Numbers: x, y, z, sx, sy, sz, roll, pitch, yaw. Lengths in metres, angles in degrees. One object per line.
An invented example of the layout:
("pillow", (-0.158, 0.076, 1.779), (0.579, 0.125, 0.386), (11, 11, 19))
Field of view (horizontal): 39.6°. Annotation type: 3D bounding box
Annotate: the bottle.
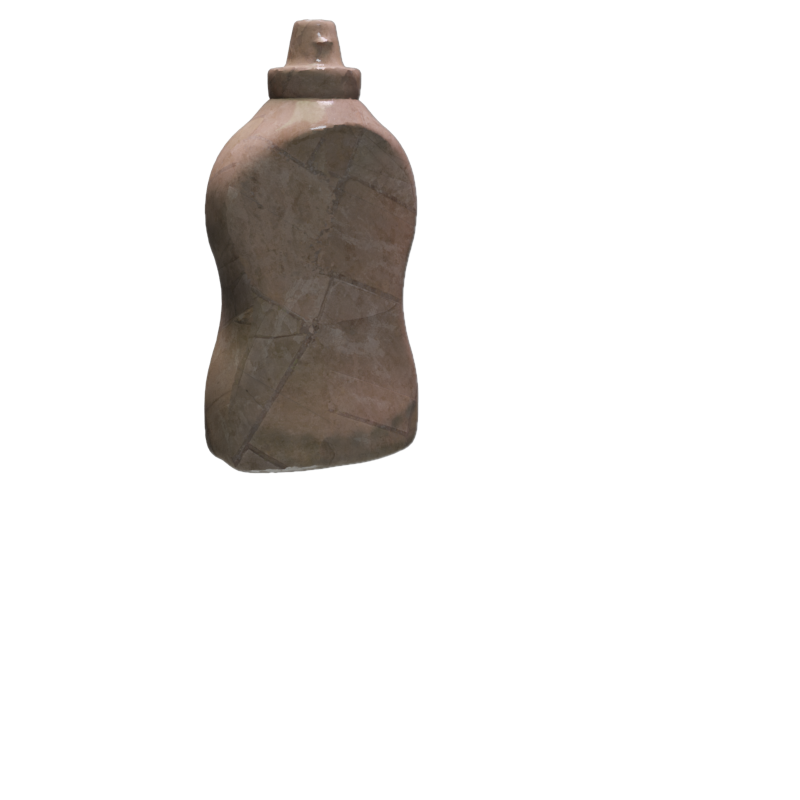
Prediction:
("bottle", (-0.038, -0.070, 0.488), (0.093, 0.189, 0.061), (-3, 7, -27))
